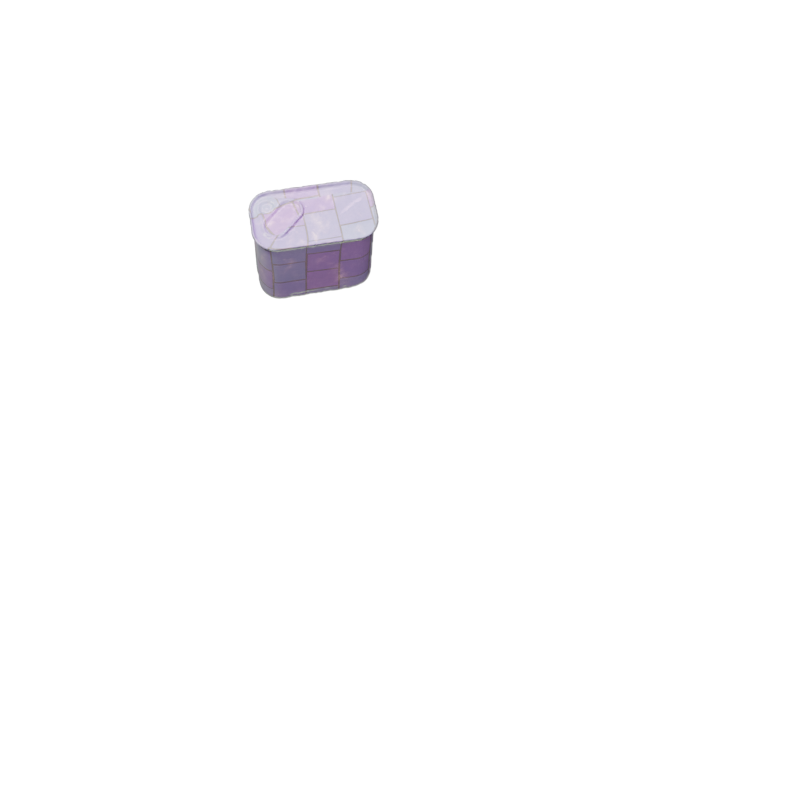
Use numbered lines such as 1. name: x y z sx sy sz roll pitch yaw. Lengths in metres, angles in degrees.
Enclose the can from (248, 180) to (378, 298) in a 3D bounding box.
1. can: -0.072 -0.131 0.918 0.101 0.061 0.079 -9 -27 -6
